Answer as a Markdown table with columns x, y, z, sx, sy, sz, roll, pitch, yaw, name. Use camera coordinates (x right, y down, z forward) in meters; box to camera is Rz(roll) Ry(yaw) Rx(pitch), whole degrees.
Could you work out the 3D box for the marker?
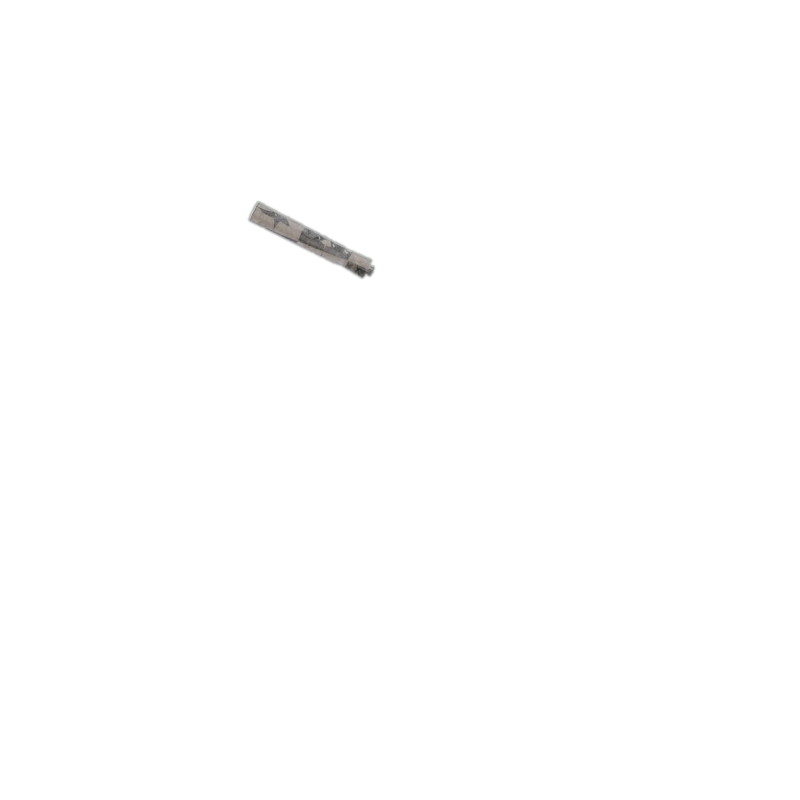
| x | y | z | sx | sy | sz | roll | pitch | yaw | name |
| --- | --- | --- | --- | --- | --- | --- | --- | --- | --- |
| -0.078 | -0.142 | 0.997 | 0.119 | 0.020 | 0.020 | 26 | 0 | -5 | marker |
